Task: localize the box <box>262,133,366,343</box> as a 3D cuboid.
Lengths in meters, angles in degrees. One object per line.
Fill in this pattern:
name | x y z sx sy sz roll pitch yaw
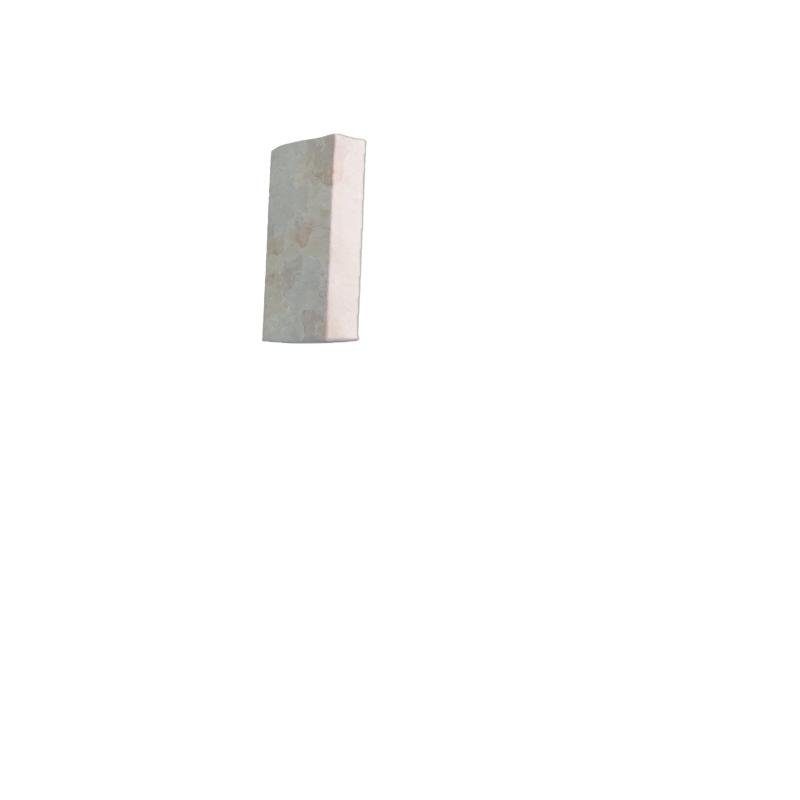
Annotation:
box | -0.076 -0.138 0.967 0.046 0.179 0.096 4 -6 -41
